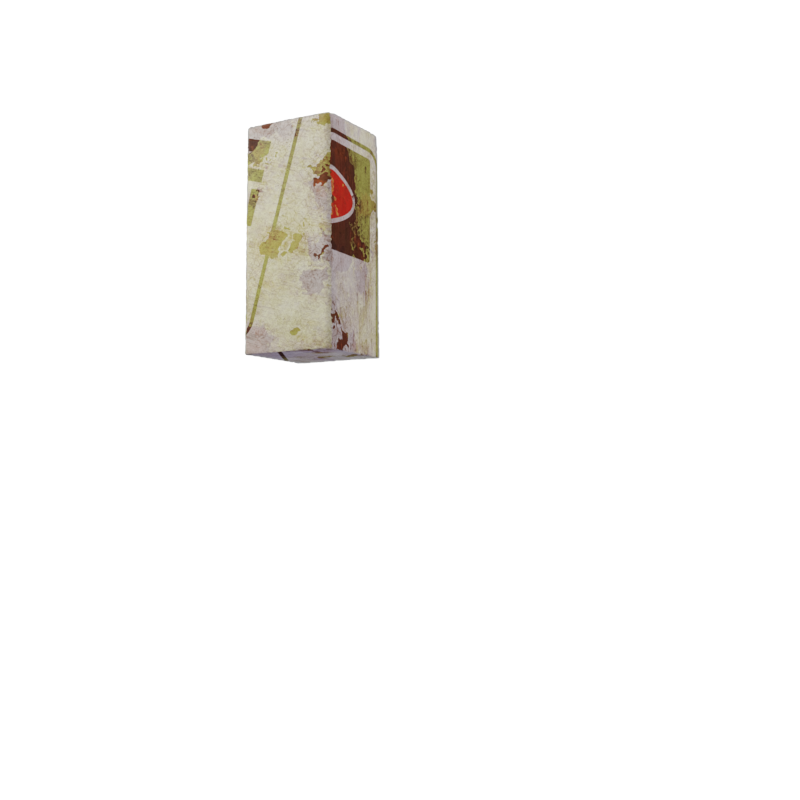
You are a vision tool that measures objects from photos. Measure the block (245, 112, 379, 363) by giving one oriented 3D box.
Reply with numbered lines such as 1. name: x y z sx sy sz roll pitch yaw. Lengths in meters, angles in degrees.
1. block: -0.077 -0.142 0.995 0.092 0.212 0.086 -7 -12 29
